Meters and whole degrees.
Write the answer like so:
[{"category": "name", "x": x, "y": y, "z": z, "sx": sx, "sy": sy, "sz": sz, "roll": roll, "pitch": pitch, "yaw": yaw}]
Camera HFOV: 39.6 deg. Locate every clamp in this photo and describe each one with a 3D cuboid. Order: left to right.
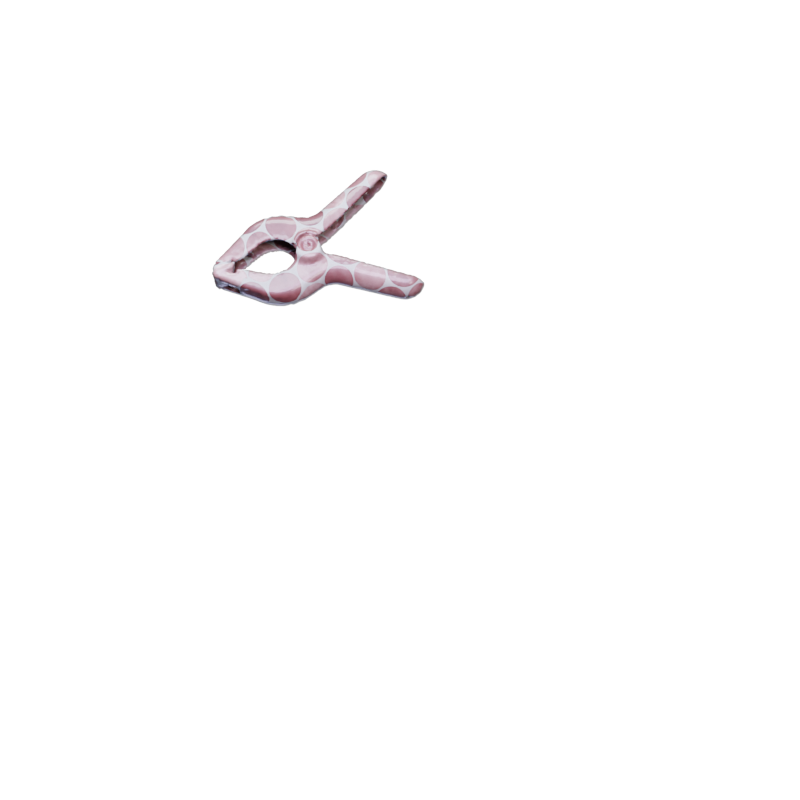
[{"category": "clamp", "x": -0.073, "y": -0.132, "z": 0.928, "sx": 0.171, "sy": 0.128, "sz": 0.037, "roll": -6, "pitch": -30, "yaw": -4}]
